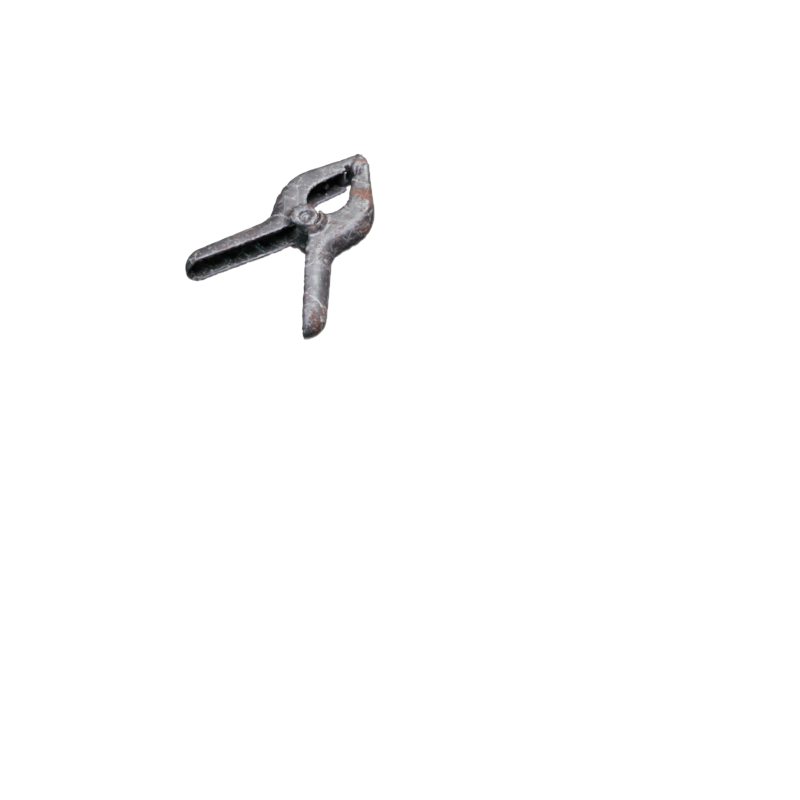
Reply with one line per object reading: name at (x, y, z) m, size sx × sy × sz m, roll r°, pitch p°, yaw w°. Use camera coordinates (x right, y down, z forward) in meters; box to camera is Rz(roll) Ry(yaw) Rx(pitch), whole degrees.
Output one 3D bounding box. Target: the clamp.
clamp at (-0.066, -0.121, 0.849) m, size 0.126 × 0.174 × 0.037 m, roll 36°, pitch -25°, yaw 20°
